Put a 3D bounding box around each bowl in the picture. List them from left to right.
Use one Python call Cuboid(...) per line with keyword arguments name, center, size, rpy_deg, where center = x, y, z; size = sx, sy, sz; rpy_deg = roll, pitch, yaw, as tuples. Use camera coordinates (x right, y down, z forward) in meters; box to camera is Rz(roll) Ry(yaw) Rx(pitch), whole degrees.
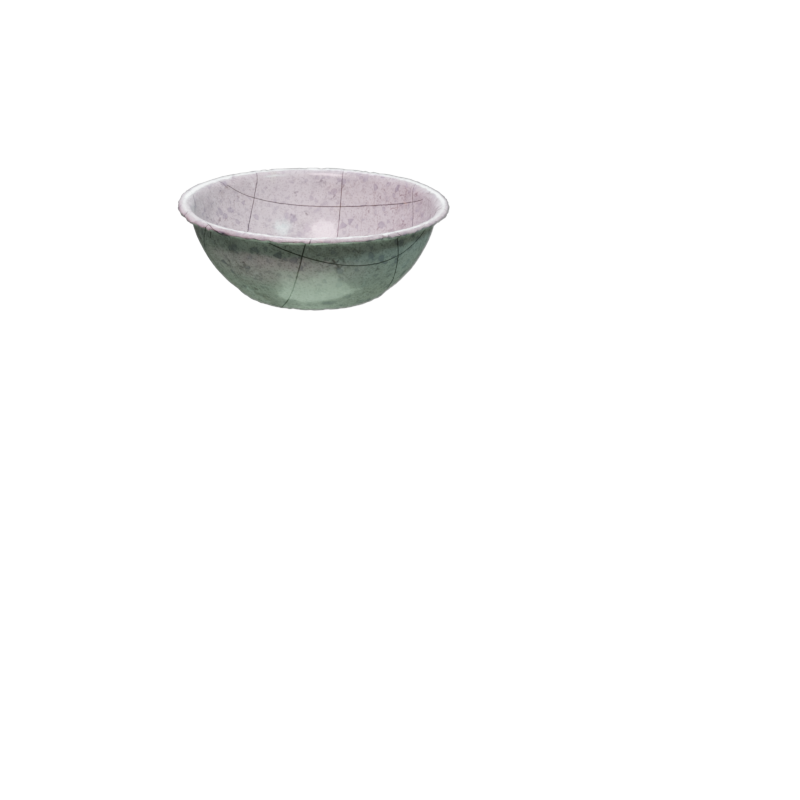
Cuboid(name="bowl", center=(-0.052, -0.095, 0.668), size=(0.162, 0.052, 0.170), rpy_deg=(-1, 24, -2))
